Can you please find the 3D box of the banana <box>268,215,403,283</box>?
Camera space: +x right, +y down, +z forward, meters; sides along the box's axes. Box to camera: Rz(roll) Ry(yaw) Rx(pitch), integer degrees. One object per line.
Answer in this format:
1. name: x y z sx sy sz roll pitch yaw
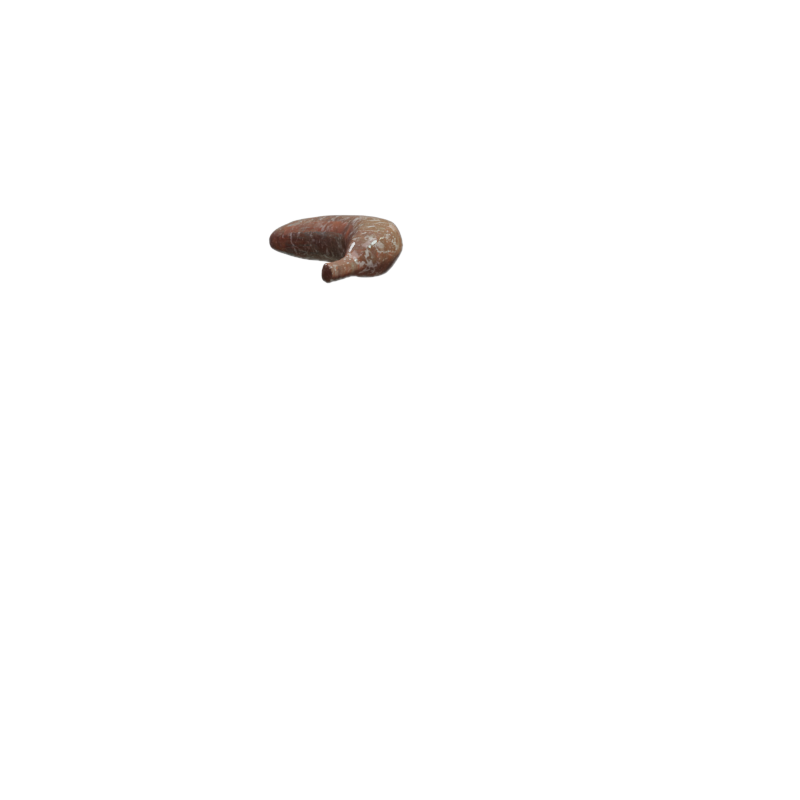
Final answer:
1. banana: -0.041 -0.110 0.770 0.068 0.036 0.205 -3 12 -15
